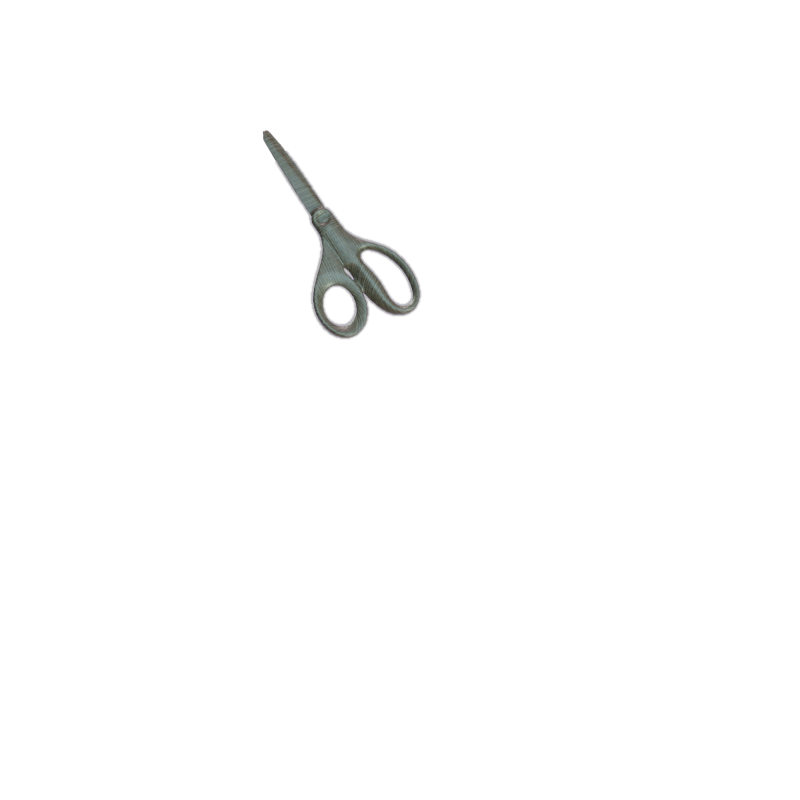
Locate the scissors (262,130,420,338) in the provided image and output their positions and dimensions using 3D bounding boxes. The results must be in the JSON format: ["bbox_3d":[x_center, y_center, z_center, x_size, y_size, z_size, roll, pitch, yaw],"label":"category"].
[{"bbox_3d":[-0.073,-0.133,0.929,0.208,0.097,0.015,42,-14,13],"label":"scissors"}]
